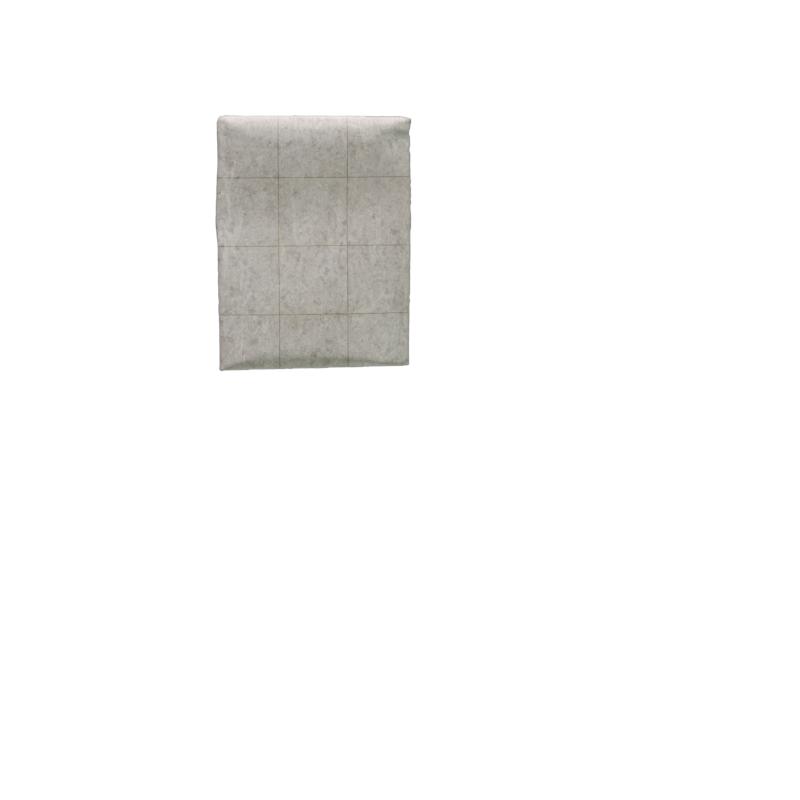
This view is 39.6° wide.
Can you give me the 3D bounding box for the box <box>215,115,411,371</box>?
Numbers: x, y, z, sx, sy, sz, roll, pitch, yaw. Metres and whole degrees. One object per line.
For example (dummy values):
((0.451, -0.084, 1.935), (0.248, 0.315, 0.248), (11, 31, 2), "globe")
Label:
((-0.074, -0.135, 0.945), (0.163, 0.210, 0.073), (0, 7, -4), "box")
